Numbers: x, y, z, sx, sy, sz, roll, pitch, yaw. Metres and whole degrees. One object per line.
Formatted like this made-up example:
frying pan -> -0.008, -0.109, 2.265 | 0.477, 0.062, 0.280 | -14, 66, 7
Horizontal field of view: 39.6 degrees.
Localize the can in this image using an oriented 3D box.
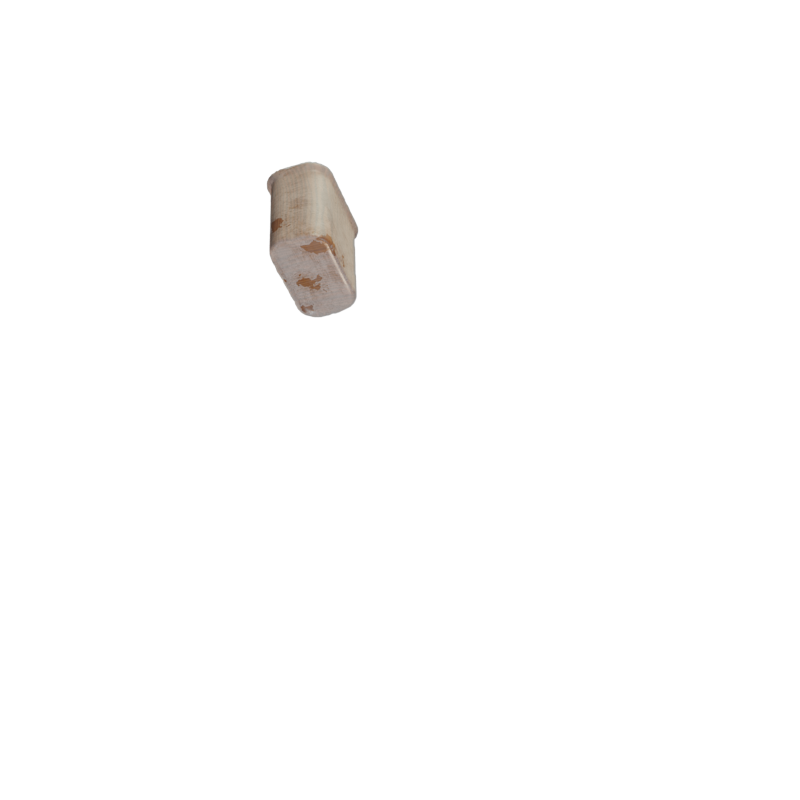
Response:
can -> -0.072, -0.132, 0.921 | 0.058, 0.090, 0.094 | -14, -42, 12
